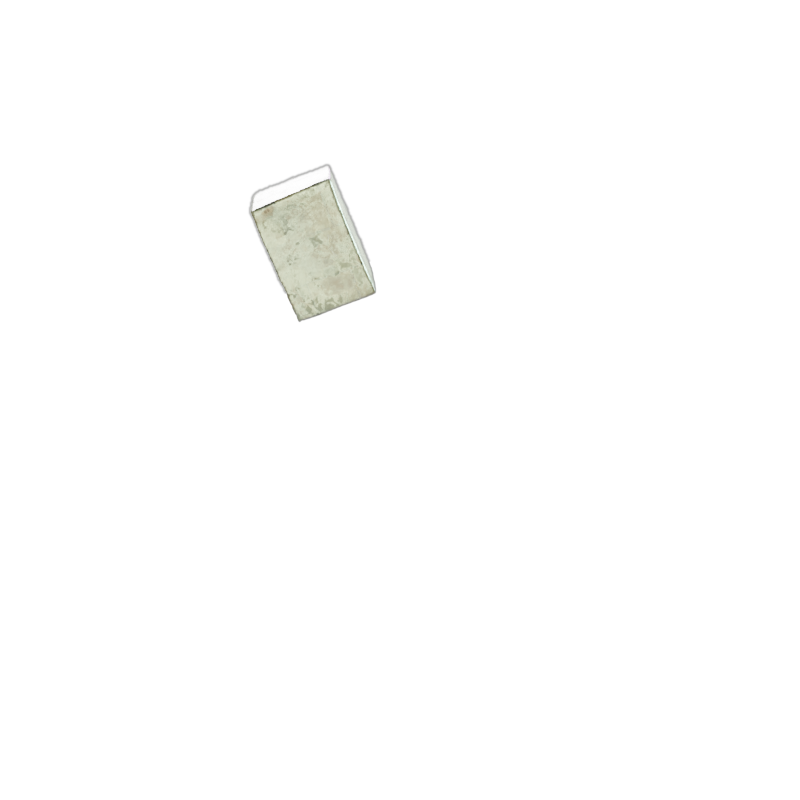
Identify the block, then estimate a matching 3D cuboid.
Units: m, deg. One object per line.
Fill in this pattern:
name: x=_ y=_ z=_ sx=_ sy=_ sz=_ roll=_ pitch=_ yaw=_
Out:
block: x=-0.053 y=-0.097 z=0.680 sx=0.053 sy=0.075 sz=0.053 roll=-21 pitch=18 yaw=5
